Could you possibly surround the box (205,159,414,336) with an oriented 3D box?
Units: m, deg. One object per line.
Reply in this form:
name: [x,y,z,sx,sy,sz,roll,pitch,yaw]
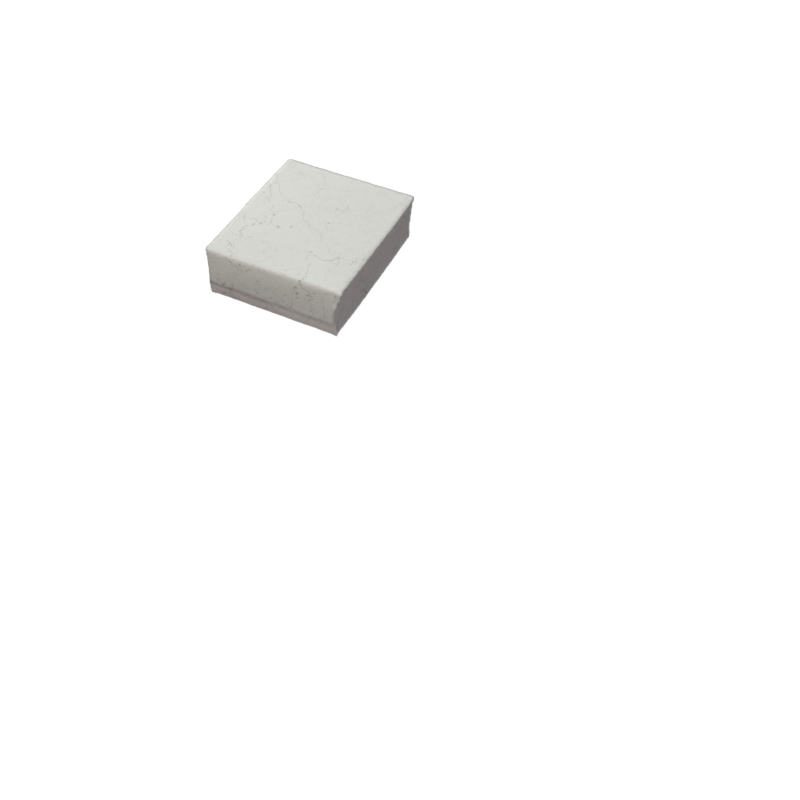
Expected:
box: [-0.054,-0.098,0.685,0.093,0.036,0.118,17,46,17]
